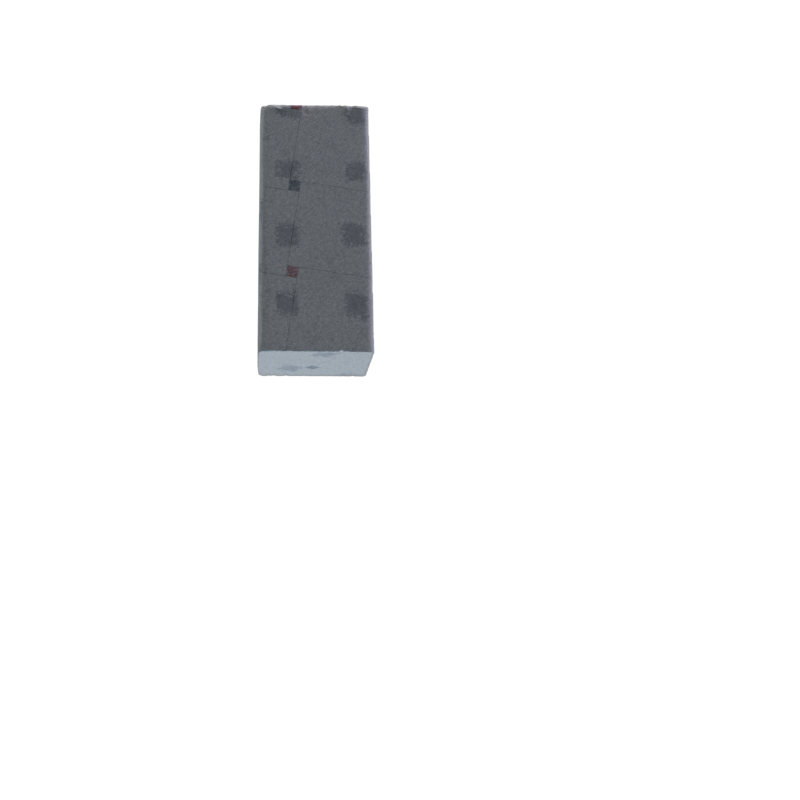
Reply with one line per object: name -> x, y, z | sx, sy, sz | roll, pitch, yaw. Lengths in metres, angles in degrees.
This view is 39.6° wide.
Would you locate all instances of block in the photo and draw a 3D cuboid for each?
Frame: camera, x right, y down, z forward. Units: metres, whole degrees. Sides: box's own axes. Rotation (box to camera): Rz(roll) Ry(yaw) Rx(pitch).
block -> -0.072, -0.130, 0.911 | 0.090, 0.215, 0.087 | 0, -17, -5
